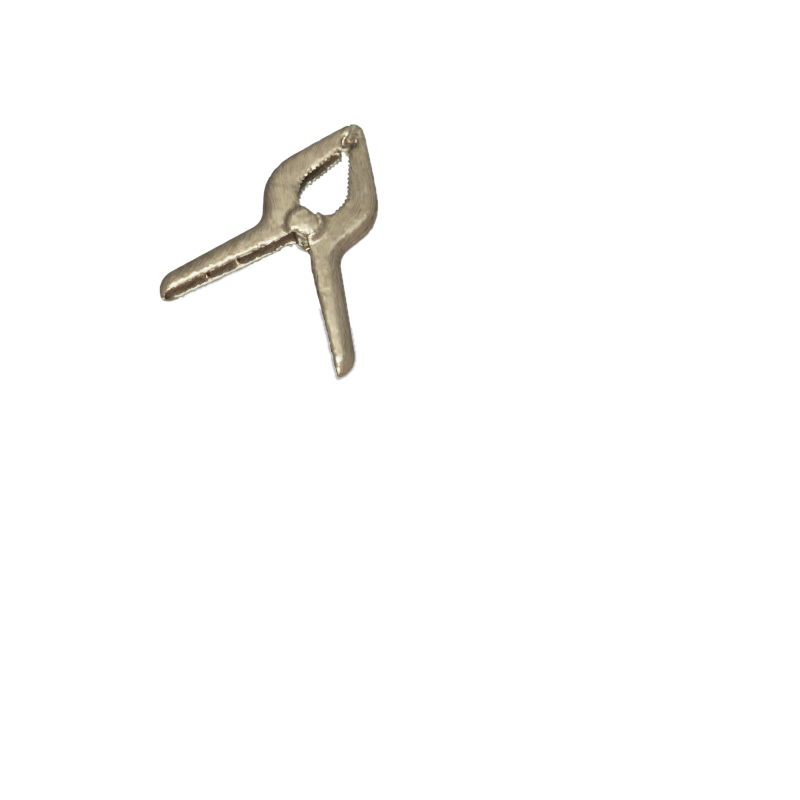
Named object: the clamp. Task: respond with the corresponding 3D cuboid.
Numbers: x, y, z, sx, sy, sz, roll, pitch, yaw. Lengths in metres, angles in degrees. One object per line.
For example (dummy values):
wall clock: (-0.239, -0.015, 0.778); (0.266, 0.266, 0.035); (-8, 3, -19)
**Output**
clamp: (-0.070, -0.127, 0.889); (0.169, 0.215, 0.034); (29, -21, 12)
